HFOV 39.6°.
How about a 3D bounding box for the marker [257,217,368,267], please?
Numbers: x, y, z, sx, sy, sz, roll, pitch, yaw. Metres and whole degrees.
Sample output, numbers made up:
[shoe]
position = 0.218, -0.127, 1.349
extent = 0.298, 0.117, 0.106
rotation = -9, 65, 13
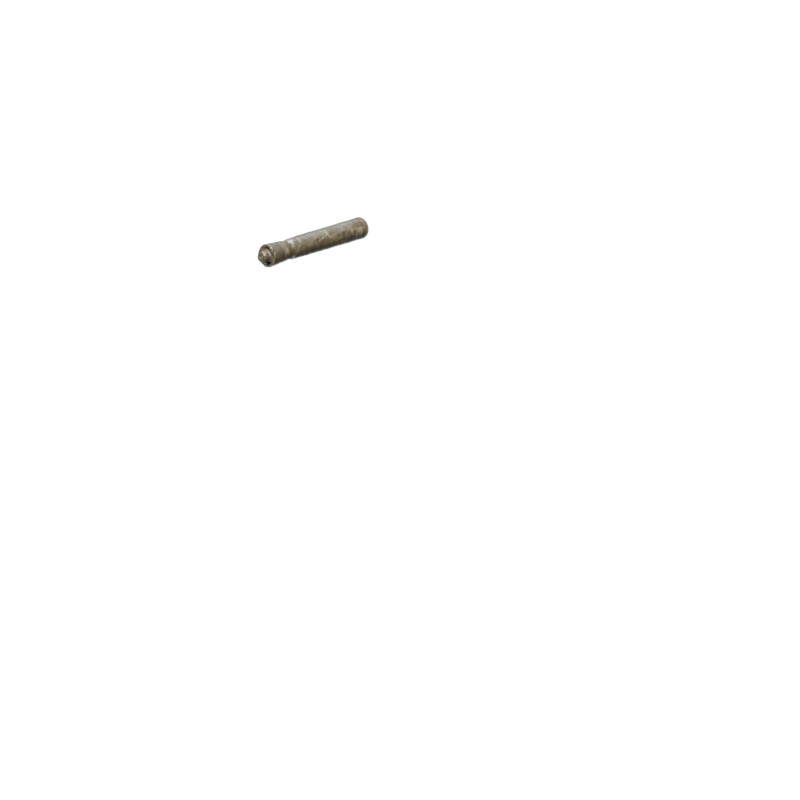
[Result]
[marker]
position = -0.071, -0.130, 0.911
extent = 0.021, 0.019, 0.120
rotation = 3, 20, 41
